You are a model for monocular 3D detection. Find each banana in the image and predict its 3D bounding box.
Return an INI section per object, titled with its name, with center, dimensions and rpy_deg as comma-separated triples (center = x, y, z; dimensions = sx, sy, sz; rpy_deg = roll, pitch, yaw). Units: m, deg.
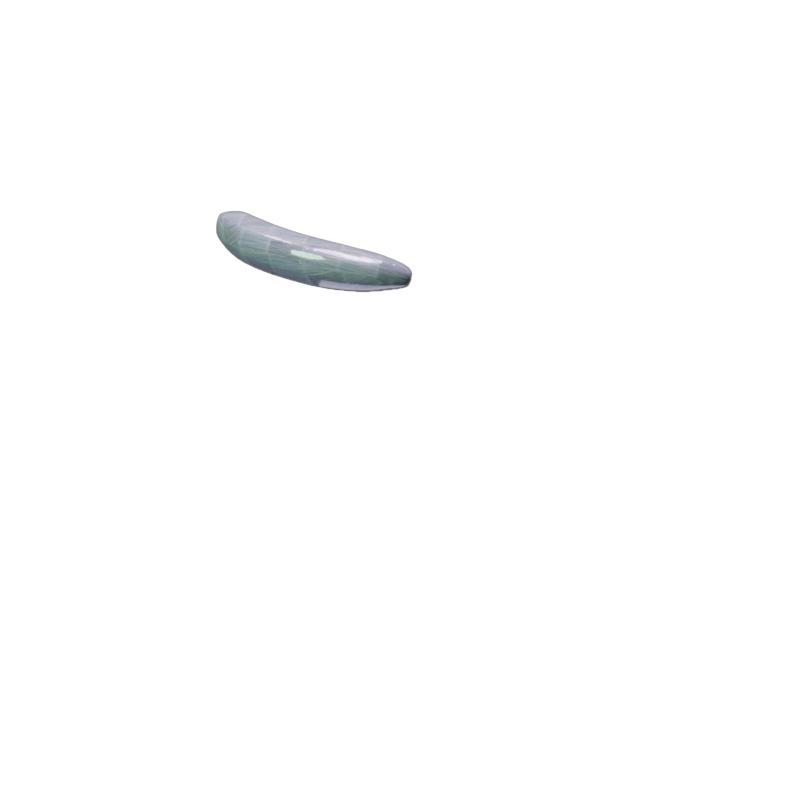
[banana]
center = -0.085, -0.122, 0.881
dimensions = 0.210, 0.035, 0.069
rpy_deg = 25, 38, 37
